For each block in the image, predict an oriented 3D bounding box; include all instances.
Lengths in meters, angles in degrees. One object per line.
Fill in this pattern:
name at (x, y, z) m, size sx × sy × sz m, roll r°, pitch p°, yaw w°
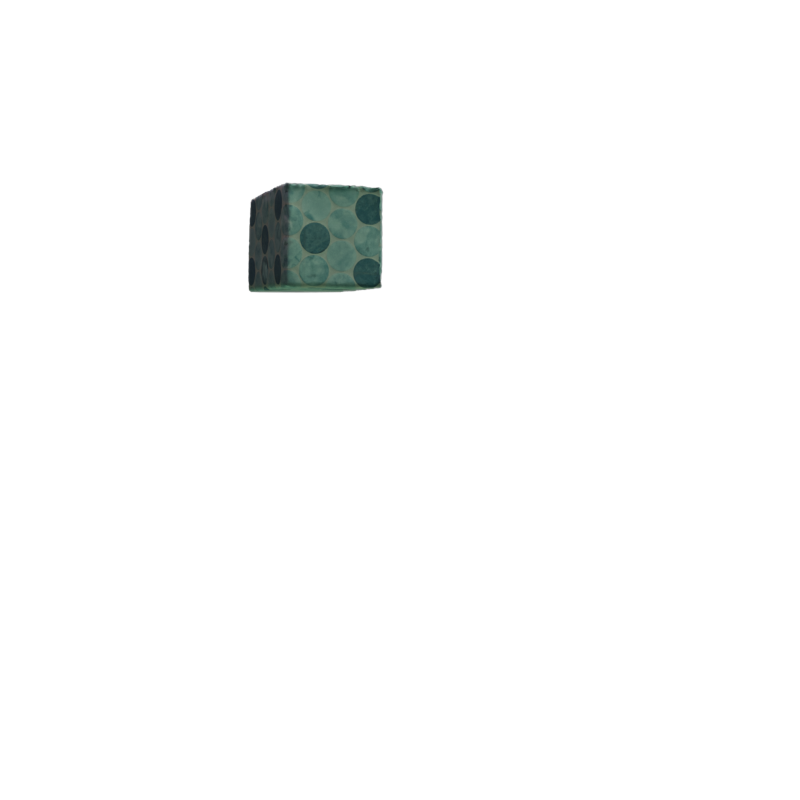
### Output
block at (-0.045, -0.083, 0.579) m, size 0.051 × 0.051 × 0.080 m, roll 0°, pitch 1°, yaw -20°
